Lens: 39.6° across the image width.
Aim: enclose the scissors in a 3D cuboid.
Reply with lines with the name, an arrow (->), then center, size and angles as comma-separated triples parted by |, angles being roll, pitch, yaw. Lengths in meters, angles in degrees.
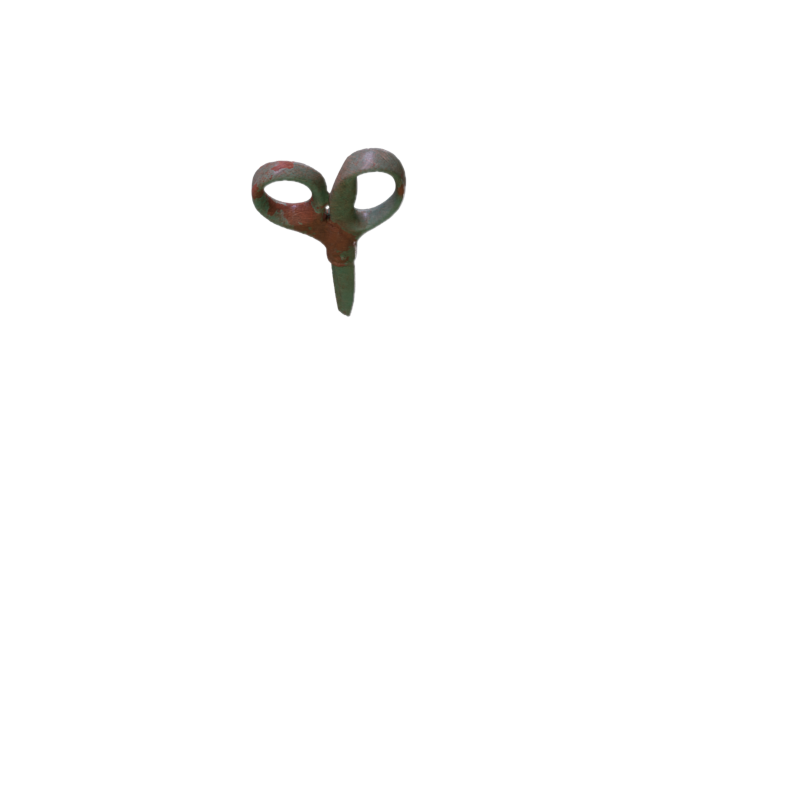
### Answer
scissors -> -0.053, -0.097, 0.682 | 0.094, 0.017, 0.195 | 6, -23, -15
